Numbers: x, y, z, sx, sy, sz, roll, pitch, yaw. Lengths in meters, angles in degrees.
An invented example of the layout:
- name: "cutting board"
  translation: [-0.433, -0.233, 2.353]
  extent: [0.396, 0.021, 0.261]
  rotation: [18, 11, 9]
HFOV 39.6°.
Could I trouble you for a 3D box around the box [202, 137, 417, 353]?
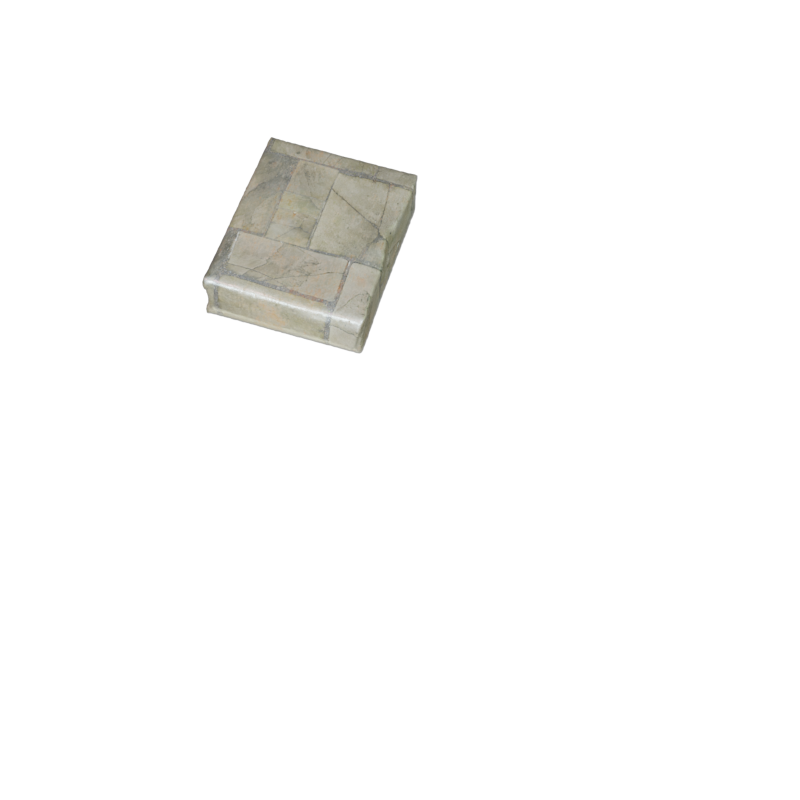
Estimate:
- name: "box"
  translation: [-0.039, -0.071, 0.499]
  extent: [0.075, 0.094, 0.028]
  rotation: [15, -33, 9]
